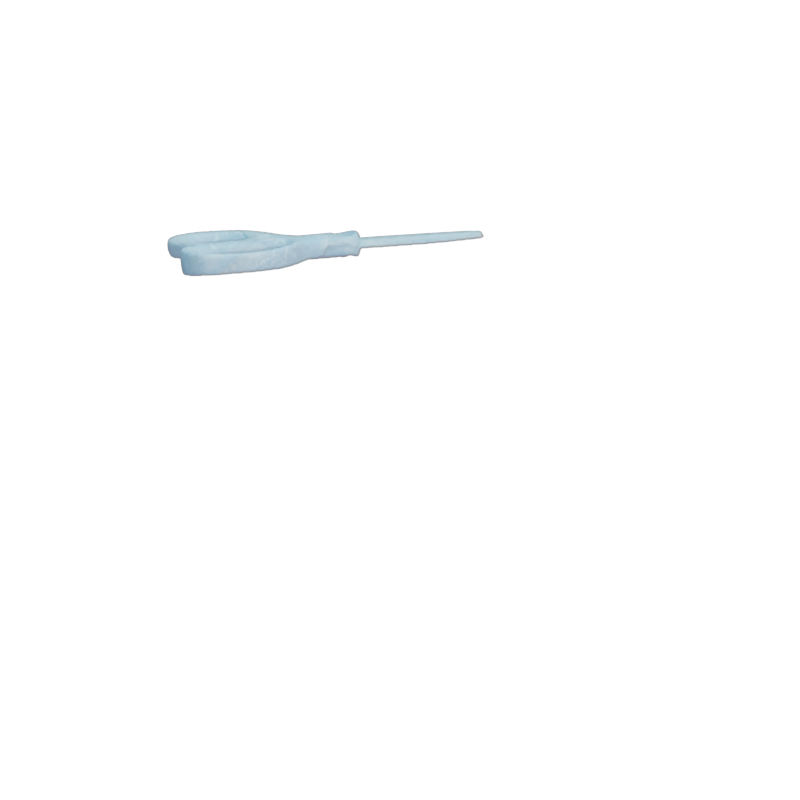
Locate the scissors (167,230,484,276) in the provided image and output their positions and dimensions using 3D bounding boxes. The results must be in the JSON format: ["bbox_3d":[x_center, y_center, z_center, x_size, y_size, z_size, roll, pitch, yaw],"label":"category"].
[{"bbox_3d":[-0.053,-0.096,0.673,0.197,0.015,0.102,-14,22,-39],"label":"scissors"}]
